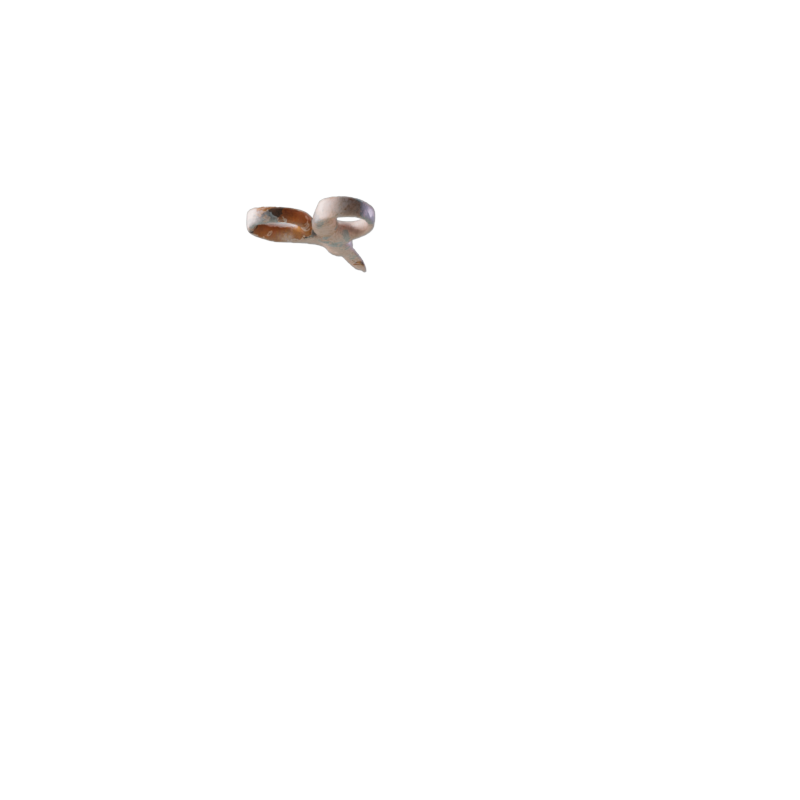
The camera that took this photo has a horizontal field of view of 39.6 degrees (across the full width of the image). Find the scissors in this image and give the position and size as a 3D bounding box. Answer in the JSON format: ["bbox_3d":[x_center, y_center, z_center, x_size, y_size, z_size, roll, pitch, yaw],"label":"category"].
[{"bbox_3d":[-0.063,-0.115,0.808,0.095,0.016,0.198,1,-6,-6],"label":"scissors"}]
